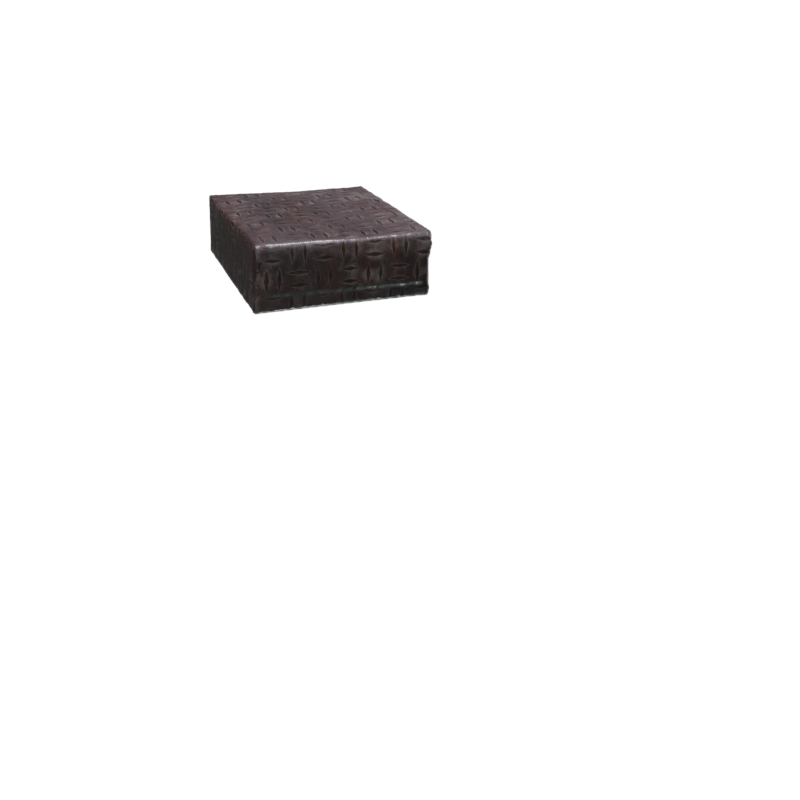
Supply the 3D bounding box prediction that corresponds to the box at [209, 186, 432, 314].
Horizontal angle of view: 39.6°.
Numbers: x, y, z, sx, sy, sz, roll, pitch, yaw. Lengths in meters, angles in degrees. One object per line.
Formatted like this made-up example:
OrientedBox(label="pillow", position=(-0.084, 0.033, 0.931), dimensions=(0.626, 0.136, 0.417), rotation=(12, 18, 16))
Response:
OrientedBox(label="box", position=(-0.036, -0.067, 0.467), dimensions=(0.072, 0.029, 0.095), rotation=(-7, 23, -17))
